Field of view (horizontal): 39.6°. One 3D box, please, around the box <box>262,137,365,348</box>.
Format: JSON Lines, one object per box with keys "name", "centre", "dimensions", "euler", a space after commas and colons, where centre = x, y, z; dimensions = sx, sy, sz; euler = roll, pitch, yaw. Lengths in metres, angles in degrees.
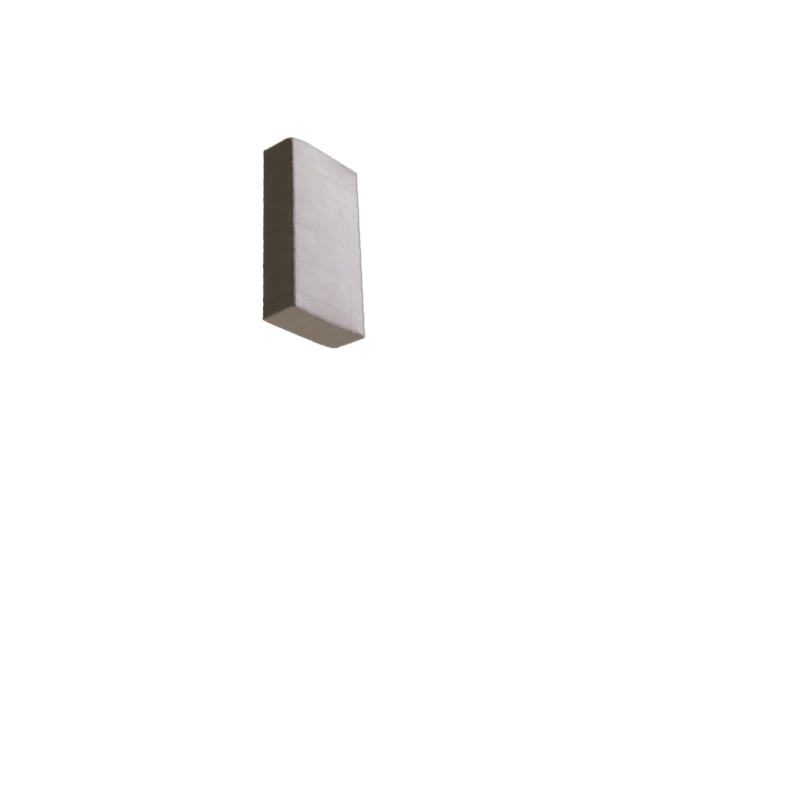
{"name": "box", "centre": [-0.078, -0.142, 0.995], "dimensions": [0.048, 0.187, 0.087], "euler": [-23, -33, 36]}
